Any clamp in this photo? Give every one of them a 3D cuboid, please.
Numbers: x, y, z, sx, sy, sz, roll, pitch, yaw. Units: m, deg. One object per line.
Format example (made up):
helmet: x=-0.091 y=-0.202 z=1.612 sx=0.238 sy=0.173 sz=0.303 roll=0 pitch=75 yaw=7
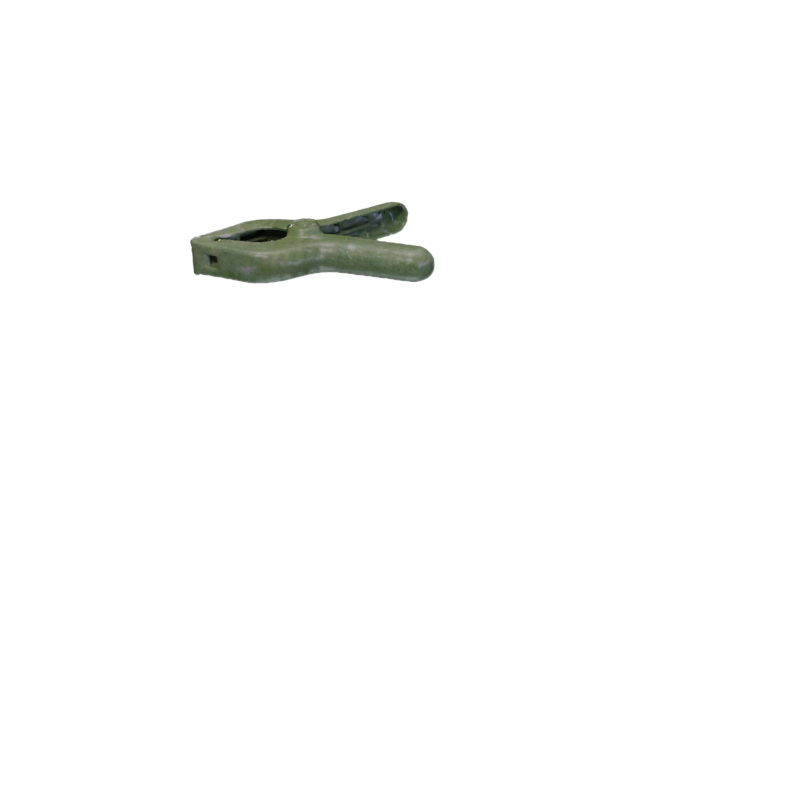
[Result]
clamp: x=-0.063 y=-0.115 z=0.806 sx=0.172 sy=0.038 sz=0.125 roll=1 pitch=21 yaw=2
